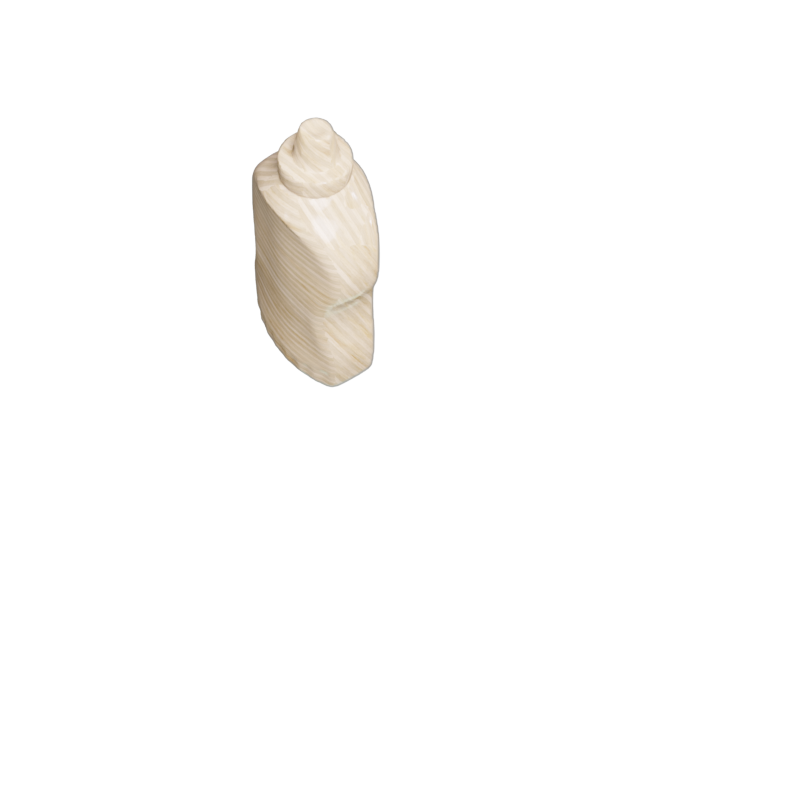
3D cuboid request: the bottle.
[{"bbox_3d":[-0.050,-0.093,0.649,0.058,0.103,0.179,-26,-27,-19],"label":"bottle"}]
